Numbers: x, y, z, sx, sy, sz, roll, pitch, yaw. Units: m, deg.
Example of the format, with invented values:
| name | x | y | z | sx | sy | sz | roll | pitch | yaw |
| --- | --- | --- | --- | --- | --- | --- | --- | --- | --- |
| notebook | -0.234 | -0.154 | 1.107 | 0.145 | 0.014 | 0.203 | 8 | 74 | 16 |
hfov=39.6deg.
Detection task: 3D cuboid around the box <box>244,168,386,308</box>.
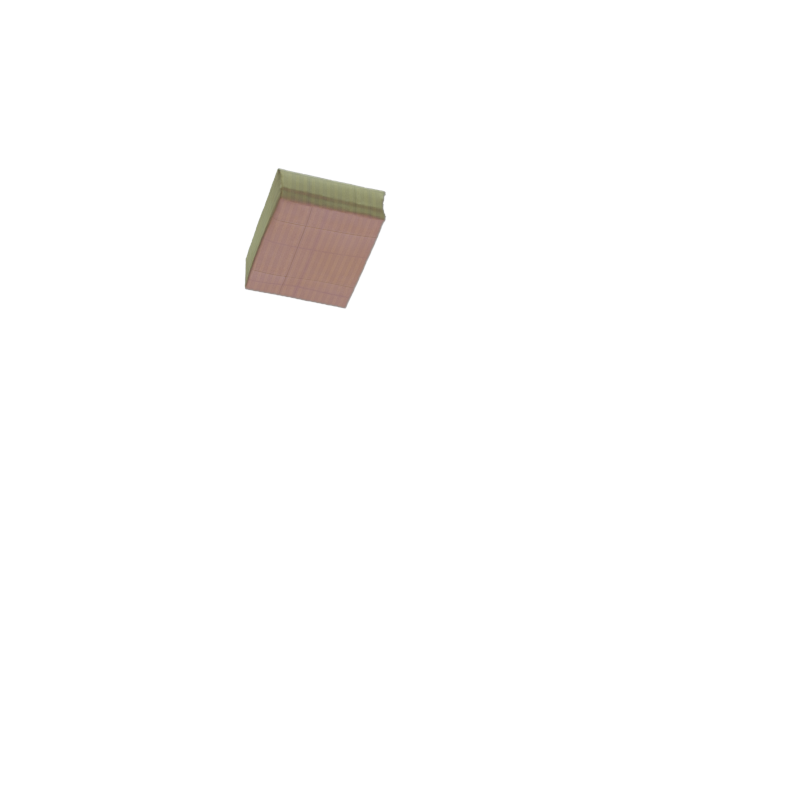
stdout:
| name | x | y | z | sx | sy | sz | roll | pitch | yaw |
| --- | --- | --- | --- | --- | --- | --- | --- | --- | --- |
| box | -0.070 | -0.128 | 0.897 | 0.088 | 0.042 | 0.108 | 11 | -40 | -15 |
